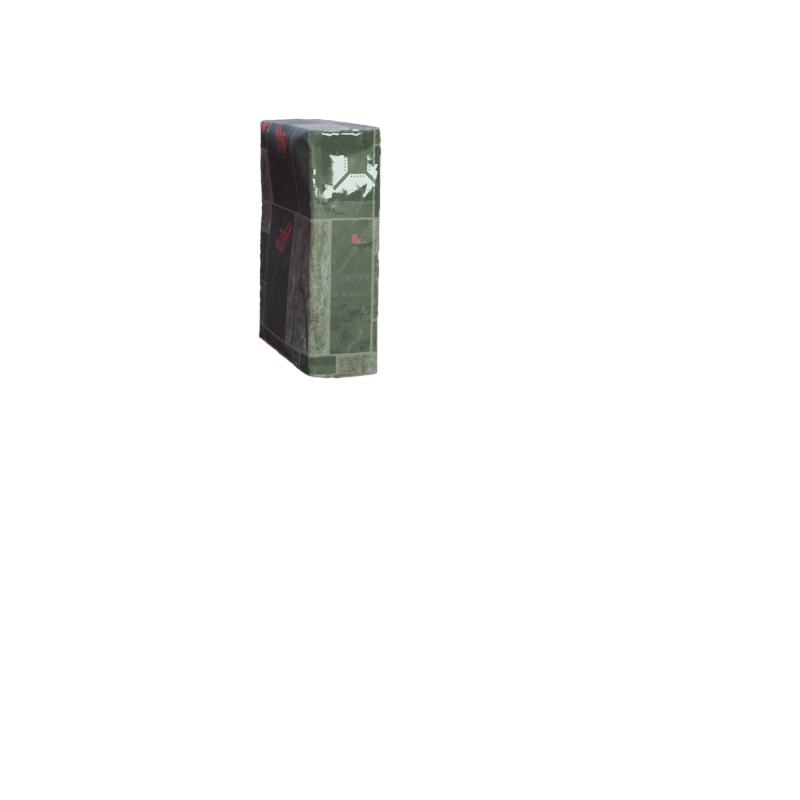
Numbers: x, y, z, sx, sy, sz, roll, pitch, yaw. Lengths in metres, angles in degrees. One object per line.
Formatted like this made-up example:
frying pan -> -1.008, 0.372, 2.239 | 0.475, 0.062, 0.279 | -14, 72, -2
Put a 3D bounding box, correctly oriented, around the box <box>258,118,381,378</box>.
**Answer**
box -> -0.078, -0.143, 0.998 | 0.070, 0.209, 0.172 | -3, 12, -21
